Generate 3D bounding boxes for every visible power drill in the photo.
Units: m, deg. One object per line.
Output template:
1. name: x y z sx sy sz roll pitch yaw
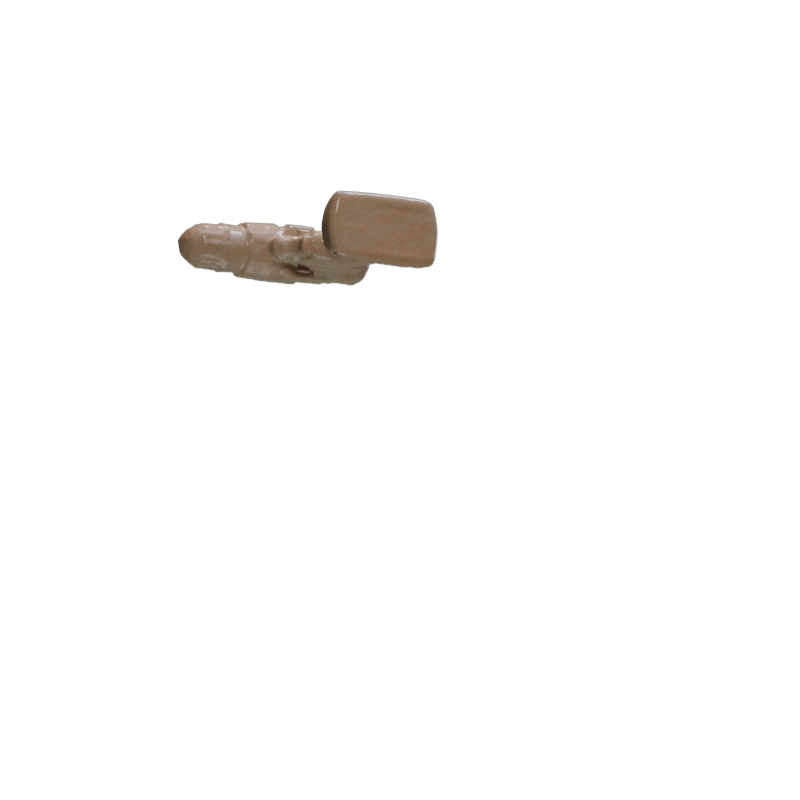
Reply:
1. power drill: -0.073 -0.134 0.937 0.178 0.058 0.193 0 0 -32
